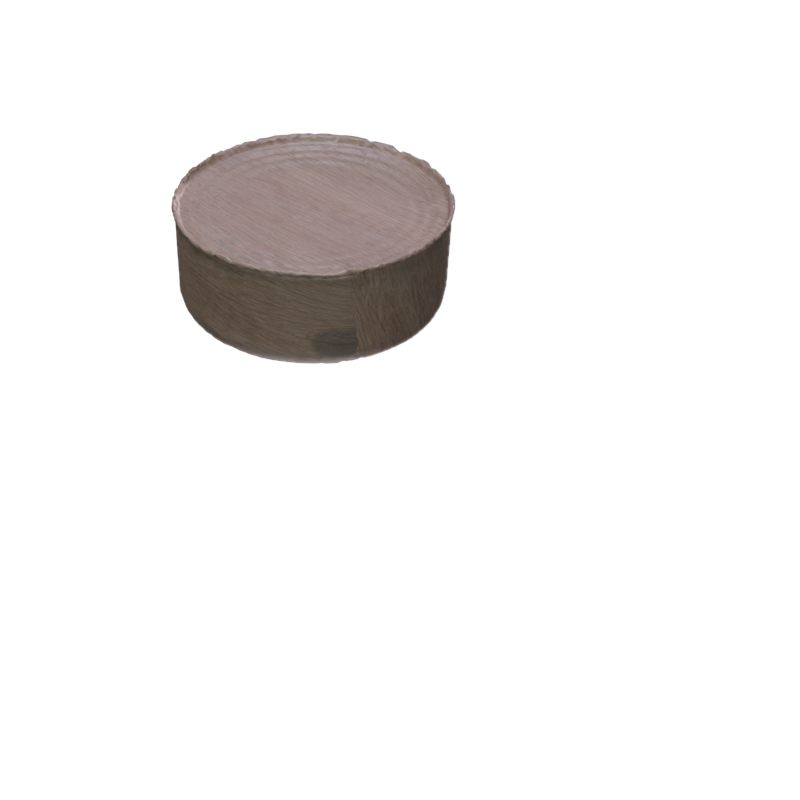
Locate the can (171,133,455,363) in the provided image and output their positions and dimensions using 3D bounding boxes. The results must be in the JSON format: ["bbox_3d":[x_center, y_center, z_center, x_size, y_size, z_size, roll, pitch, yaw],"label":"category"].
[{"bbox_3d":[-0.027,-0.049,0.345,0.086,0.031,0.092,-1,37,-2],"label":"can"}]
